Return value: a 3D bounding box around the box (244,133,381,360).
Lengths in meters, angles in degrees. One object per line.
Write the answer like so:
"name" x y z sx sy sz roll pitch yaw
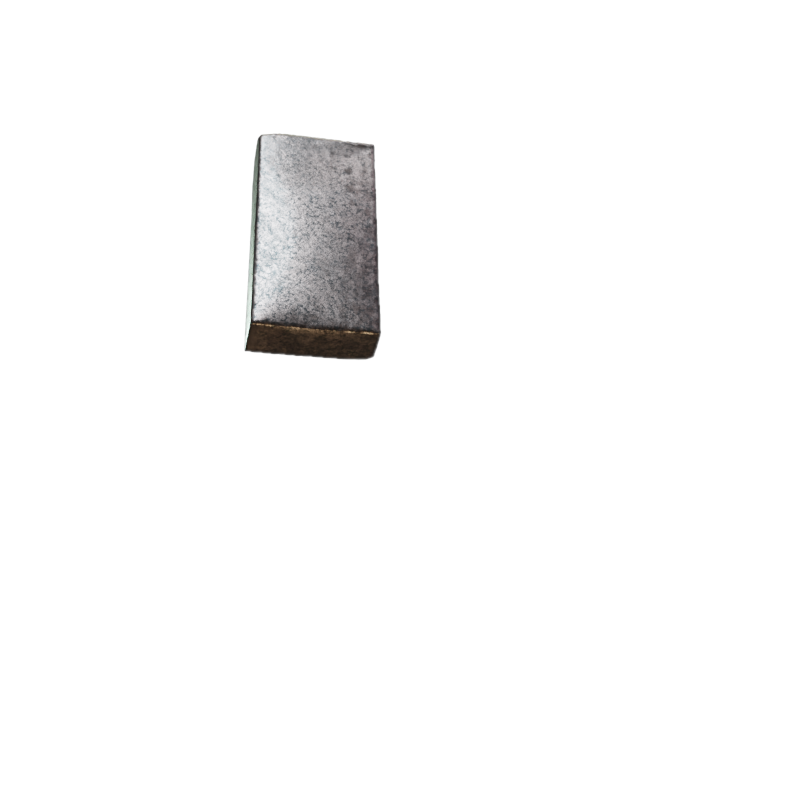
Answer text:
"box" -0.064 -0.117 0.816 0.092 0.188 0.045 3 -33 -9
